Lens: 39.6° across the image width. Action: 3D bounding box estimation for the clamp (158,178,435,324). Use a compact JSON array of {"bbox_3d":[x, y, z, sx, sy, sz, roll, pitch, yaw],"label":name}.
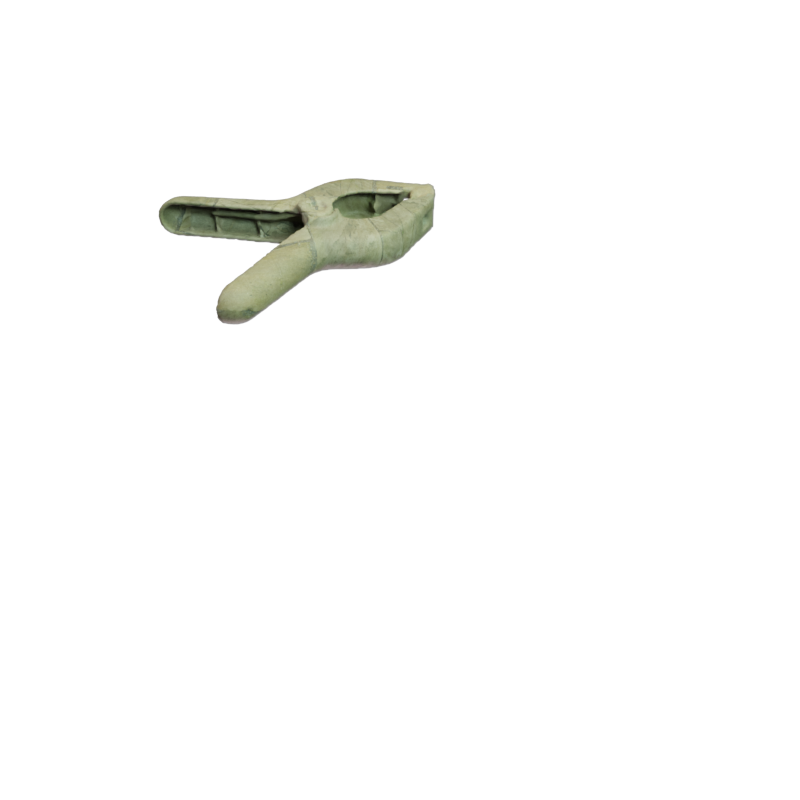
[{"bbox_3d":[-0.052,-0.095,0.667,0.170,0.036,0.130,-12,45,-12],"label":"clamp"}]
